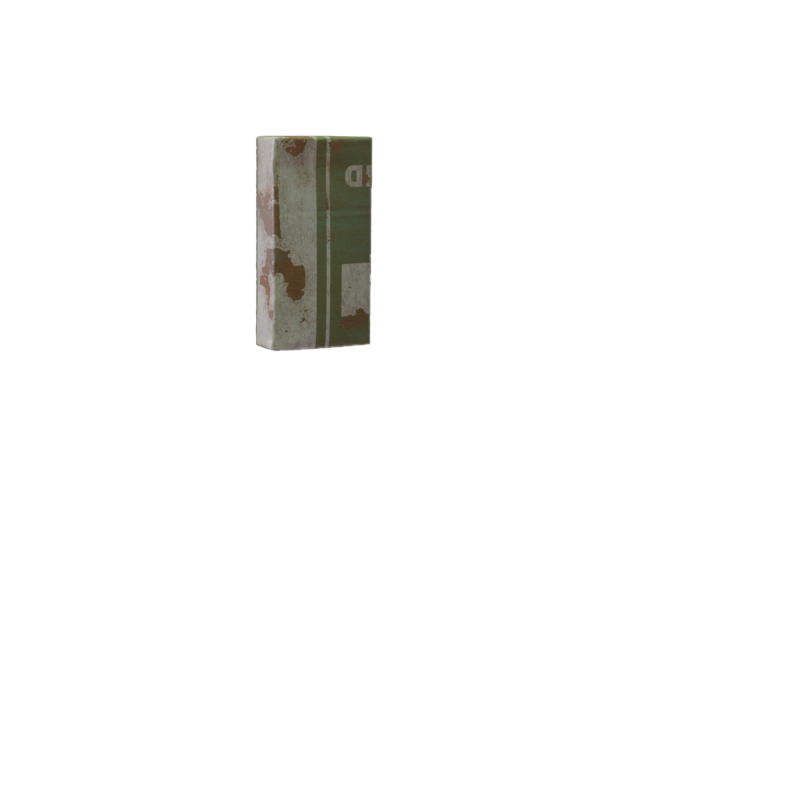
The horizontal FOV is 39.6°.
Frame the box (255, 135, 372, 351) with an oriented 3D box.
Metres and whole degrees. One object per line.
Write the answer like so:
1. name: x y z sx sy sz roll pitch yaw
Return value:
1. box: -0.072 -0.132 0.924 0.091 0.174 0.050 -3 5 -28
